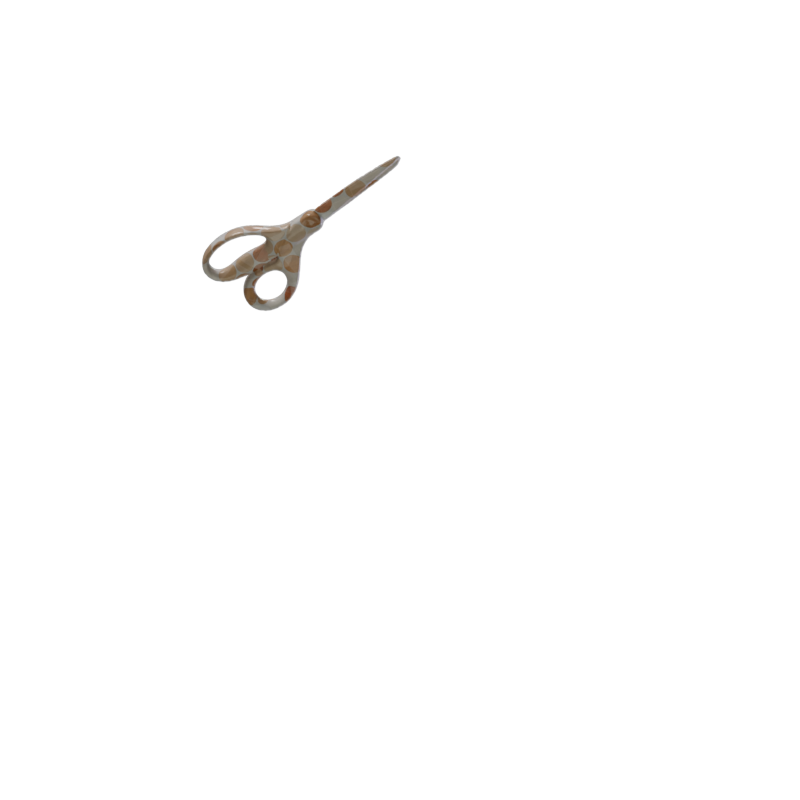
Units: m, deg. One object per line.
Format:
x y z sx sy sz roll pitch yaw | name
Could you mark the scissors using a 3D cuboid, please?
-0.076 -0.139 0.974 0.203 0.090 0.017 -19 32 13 | scissors
